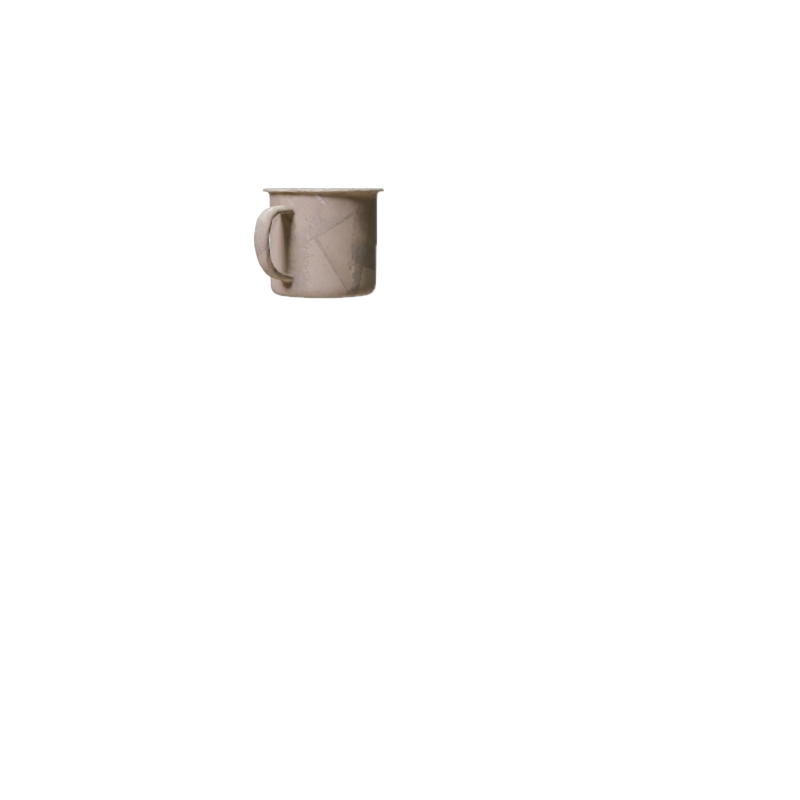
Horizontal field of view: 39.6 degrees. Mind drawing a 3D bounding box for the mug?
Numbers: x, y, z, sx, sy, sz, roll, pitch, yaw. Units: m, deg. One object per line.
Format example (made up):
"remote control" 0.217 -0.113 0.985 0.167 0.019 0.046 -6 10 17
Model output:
"mug" -0.066 -0.120 0.843 0.097 0.081 0.114 6 10 37
